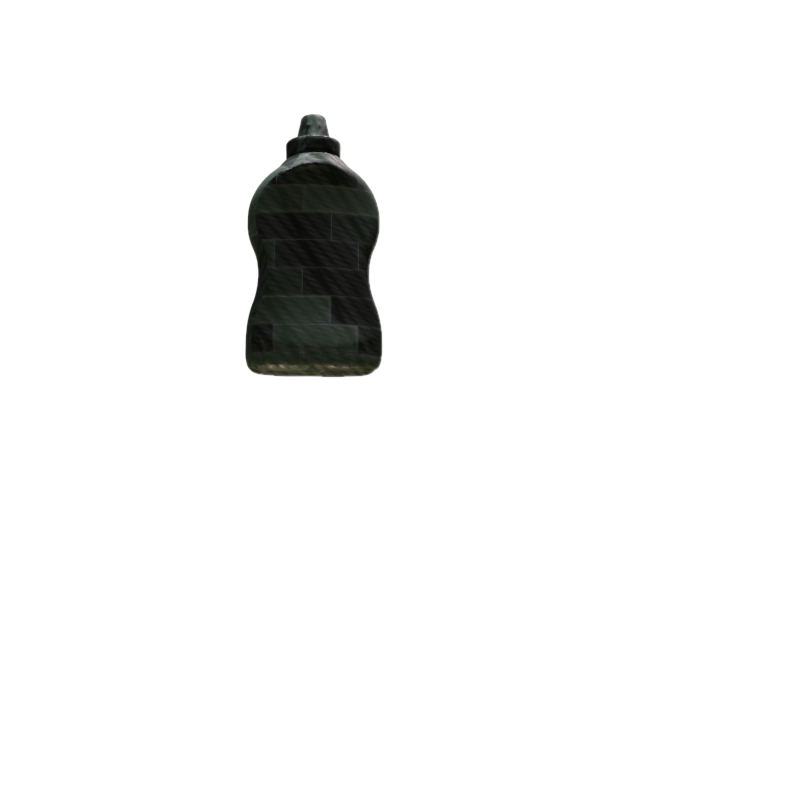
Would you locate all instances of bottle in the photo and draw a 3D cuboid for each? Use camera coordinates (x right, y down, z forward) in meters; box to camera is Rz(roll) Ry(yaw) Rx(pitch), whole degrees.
[{"bbox_3d":[-0.063,-0.115,0.805,0.095,0.198,0.057,0,-13,-5],"label":"bottle"}]
